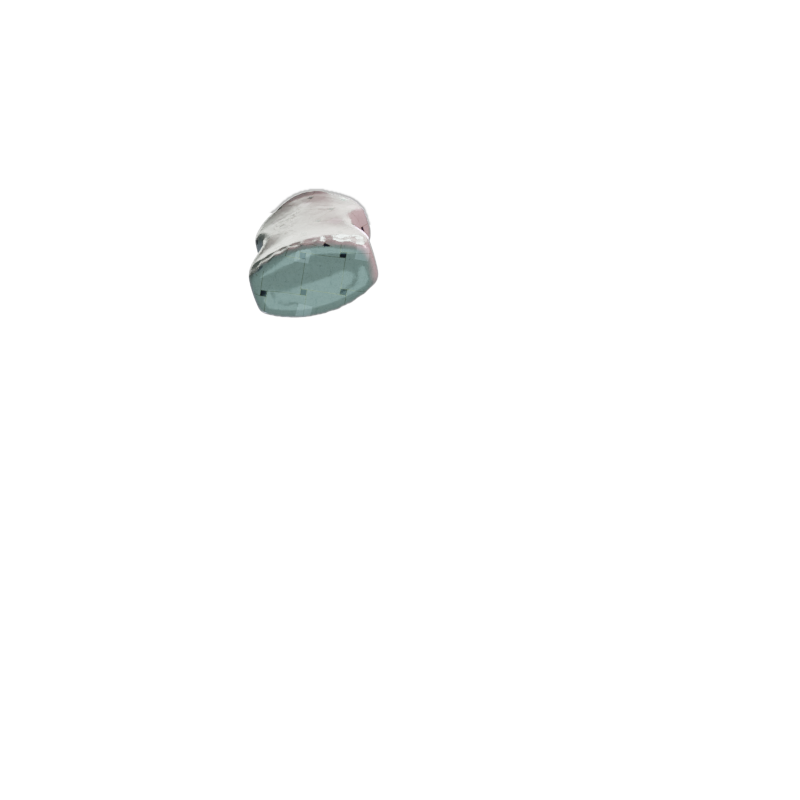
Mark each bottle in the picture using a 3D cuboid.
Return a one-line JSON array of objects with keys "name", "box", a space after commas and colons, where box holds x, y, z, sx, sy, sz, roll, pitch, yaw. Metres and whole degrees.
[{"name": "bottle", "box": [-0.072, -0.131, 0.915, 0.096, 0.055, 0.202, -17, 25, 4]}]
